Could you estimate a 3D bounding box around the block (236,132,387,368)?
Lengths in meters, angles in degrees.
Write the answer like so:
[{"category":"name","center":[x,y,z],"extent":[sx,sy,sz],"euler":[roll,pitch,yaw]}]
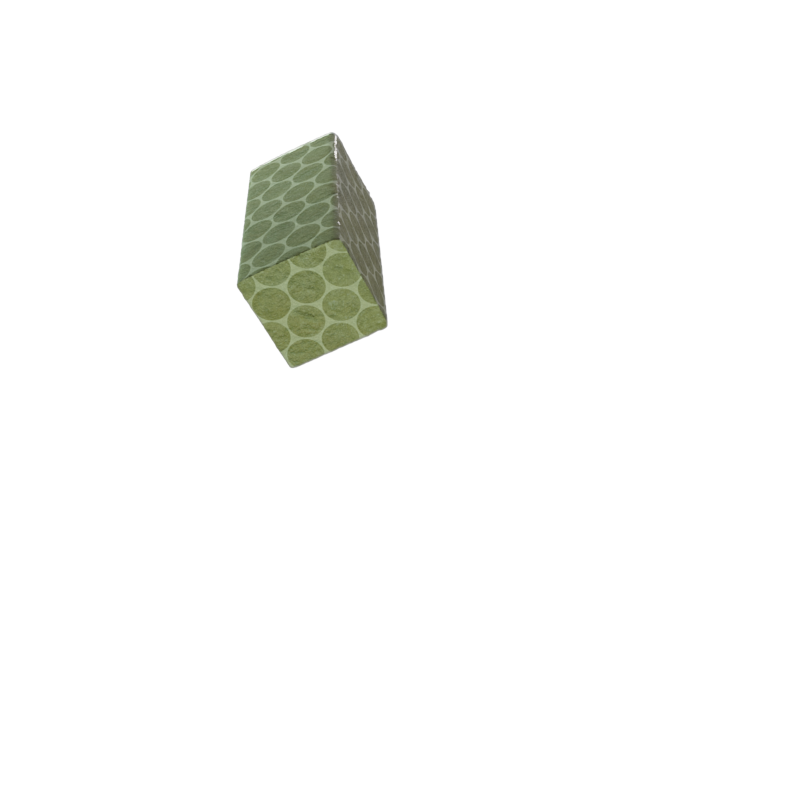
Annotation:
[{"category":"block","center":[-0.073,-0.134,0.937],"extent":[0.090,0.085,0.220],"euler":[-24,32,12]}]
